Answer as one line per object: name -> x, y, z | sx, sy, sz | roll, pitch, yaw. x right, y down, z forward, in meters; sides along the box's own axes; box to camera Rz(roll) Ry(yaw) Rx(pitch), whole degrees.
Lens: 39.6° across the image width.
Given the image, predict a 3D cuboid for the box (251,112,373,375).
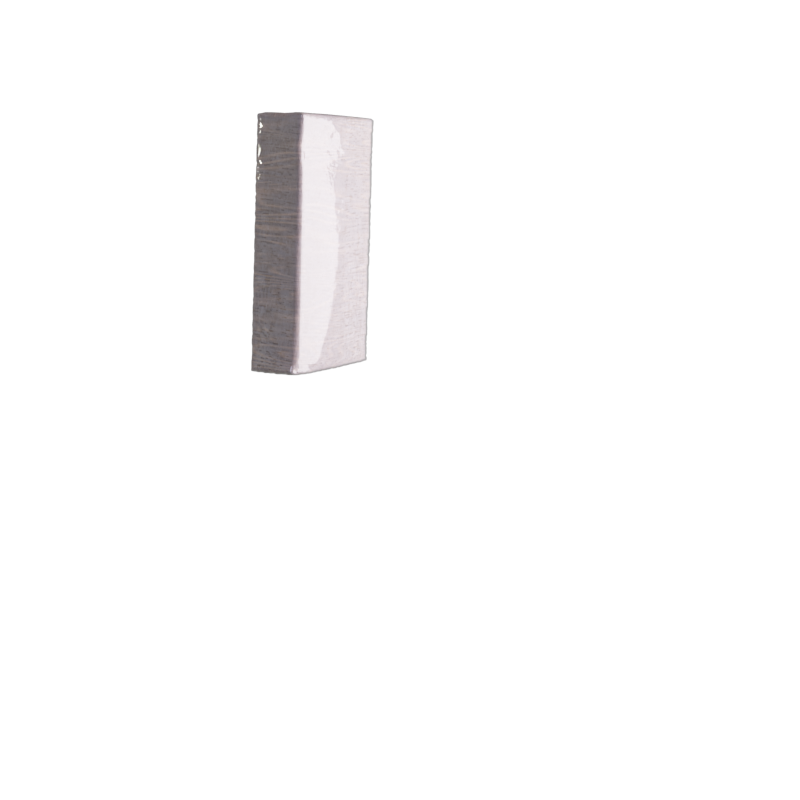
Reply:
box -> -0.061, -0.110, 0.773 | 0.050, 0.175, 0.091 | 2, 4, 31
